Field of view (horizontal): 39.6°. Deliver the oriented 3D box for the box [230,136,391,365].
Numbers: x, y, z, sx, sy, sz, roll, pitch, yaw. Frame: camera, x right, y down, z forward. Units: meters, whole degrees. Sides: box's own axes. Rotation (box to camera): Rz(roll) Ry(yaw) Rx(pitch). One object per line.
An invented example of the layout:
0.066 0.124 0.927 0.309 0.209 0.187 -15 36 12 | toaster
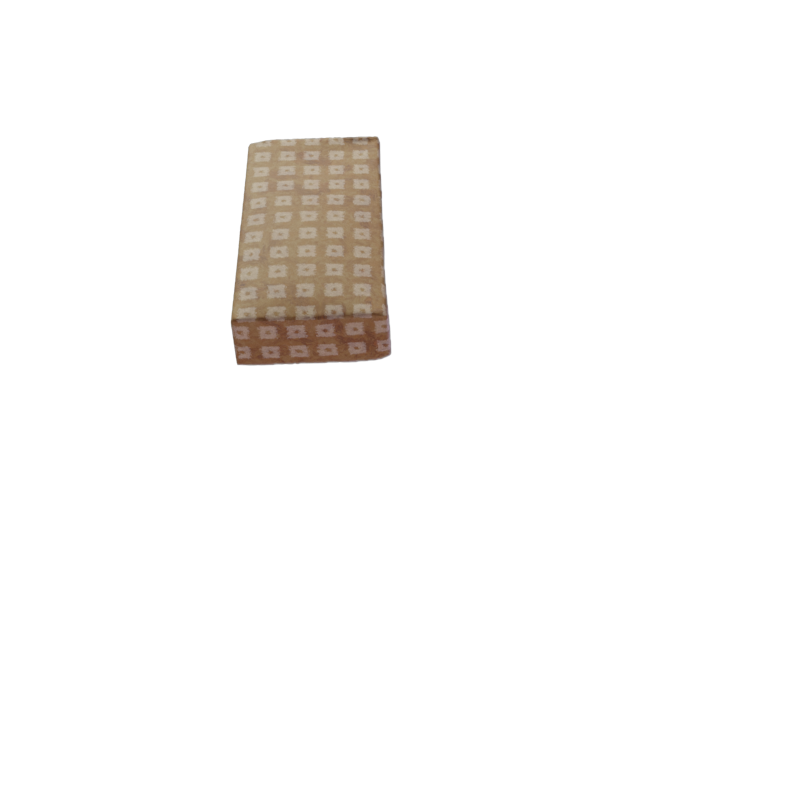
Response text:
-0.056 -0.101 0.708 0.093 0.189 0.045 -3 -42 0 | box
